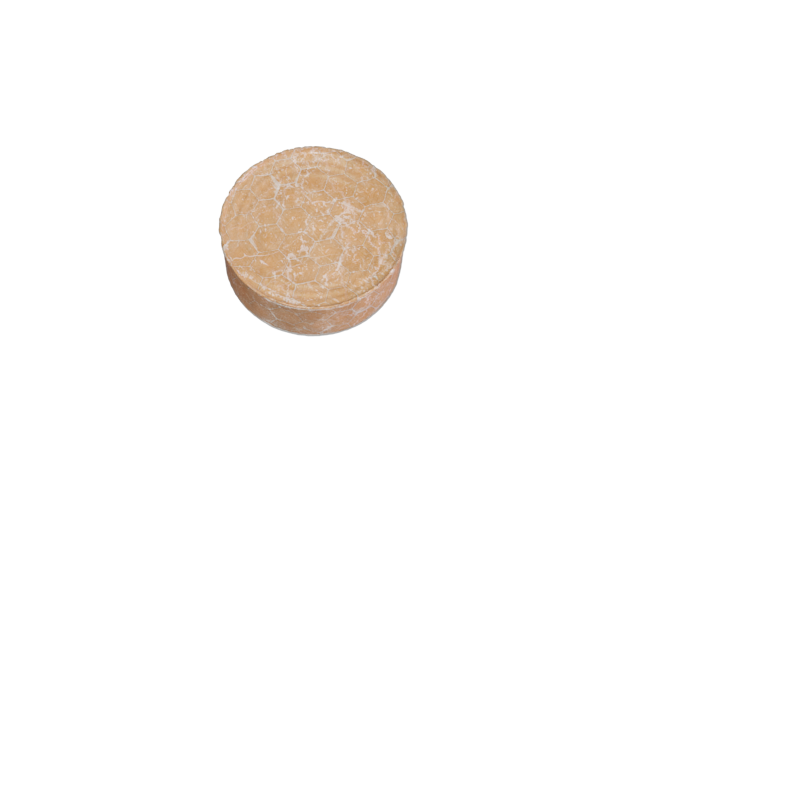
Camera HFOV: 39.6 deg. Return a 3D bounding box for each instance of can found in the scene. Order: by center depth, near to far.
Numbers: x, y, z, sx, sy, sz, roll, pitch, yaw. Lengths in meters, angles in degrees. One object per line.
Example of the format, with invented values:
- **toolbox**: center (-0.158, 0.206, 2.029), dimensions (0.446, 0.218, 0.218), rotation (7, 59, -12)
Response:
- **can**: center (-0.040, -0.074, 0.516), dimensions (0.086, 0.091, 0.032), rotation (-1, -28, -1)
